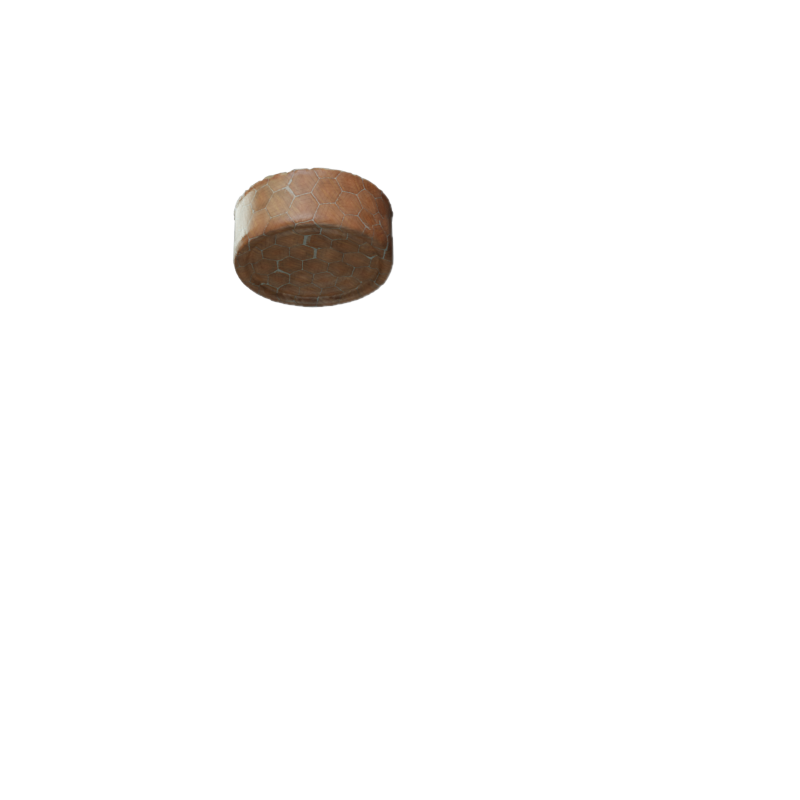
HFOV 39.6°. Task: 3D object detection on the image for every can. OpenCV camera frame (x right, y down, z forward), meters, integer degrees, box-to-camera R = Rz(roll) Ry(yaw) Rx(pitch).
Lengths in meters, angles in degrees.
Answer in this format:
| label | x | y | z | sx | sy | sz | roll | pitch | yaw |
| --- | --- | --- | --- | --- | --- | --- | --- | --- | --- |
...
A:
| label | x | y | z | sx | sy | sz | roll | pitch | yaw |
| --- | --- | --- | --- | --- | --- | --- | --- | --- | --- |
| can | -0.046 | -0.084 | 0.588 | 0.086 | 0.036 | 0.081 | 1 | -29 | -2 |
